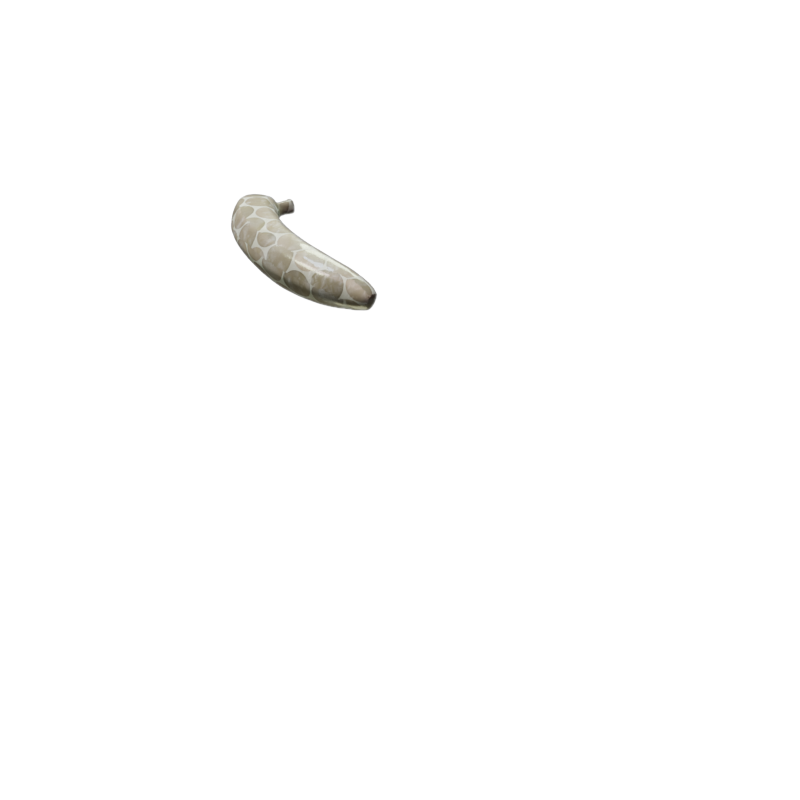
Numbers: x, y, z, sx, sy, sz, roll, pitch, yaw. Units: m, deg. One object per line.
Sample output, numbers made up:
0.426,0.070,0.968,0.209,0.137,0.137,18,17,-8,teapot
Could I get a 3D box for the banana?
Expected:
-0.083,-0.116,0.818,0.068,0.035,0.213,-10,32,-18,banana
